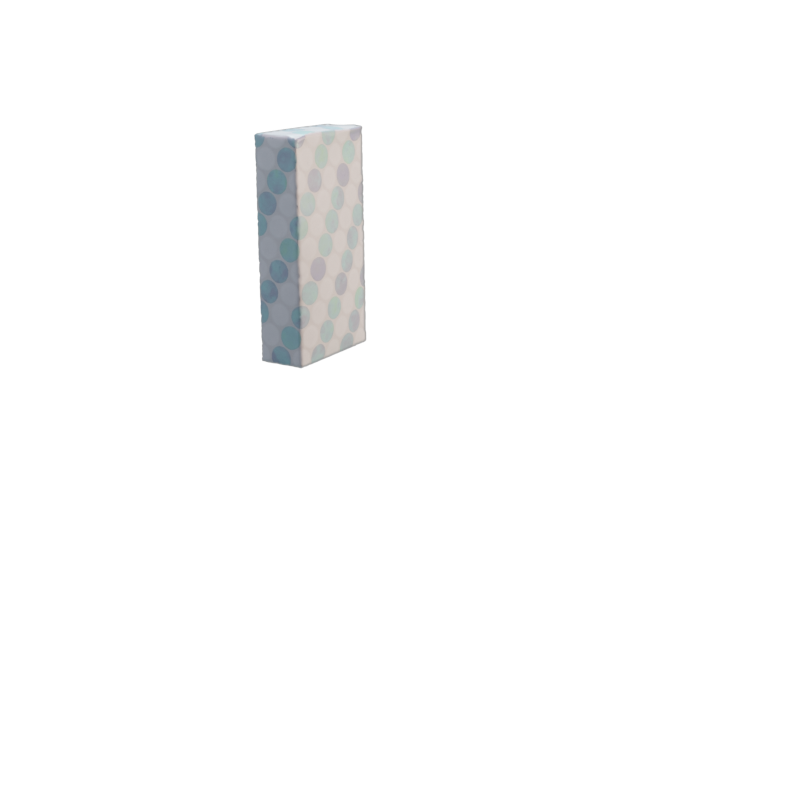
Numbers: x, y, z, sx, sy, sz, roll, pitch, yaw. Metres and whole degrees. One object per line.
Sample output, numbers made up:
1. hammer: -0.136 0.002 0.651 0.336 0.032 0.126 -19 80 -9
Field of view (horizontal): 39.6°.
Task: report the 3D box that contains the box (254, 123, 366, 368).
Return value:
1. box: -0.067 -0.123 0.860 0.050 0.171 0.092 9 17 31
